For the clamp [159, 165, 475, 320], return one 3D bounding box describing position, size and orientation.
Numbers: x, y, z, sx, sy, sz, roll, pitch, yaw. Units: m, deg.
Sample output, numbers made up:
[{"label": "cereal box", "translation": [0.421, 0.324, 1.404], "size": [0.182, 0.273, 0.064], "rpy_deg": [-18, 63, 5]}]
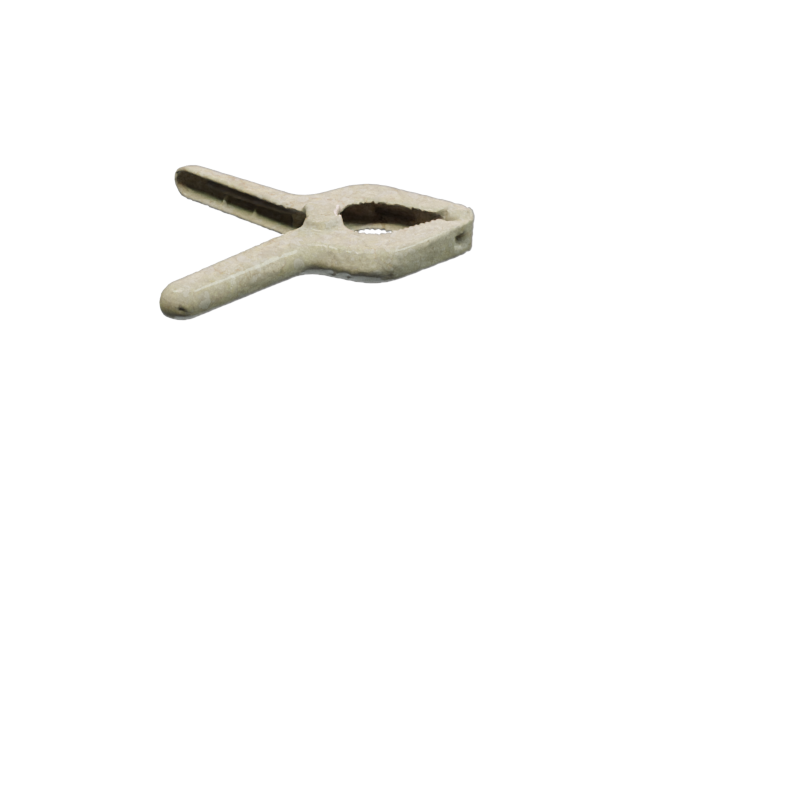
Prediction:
[{"label": "clamp", "translation": [-0.057, -0.104, 0.725], "size": [0.211, 0.034, 0.175], "rpy_deg": [2, 39, 2]}]
